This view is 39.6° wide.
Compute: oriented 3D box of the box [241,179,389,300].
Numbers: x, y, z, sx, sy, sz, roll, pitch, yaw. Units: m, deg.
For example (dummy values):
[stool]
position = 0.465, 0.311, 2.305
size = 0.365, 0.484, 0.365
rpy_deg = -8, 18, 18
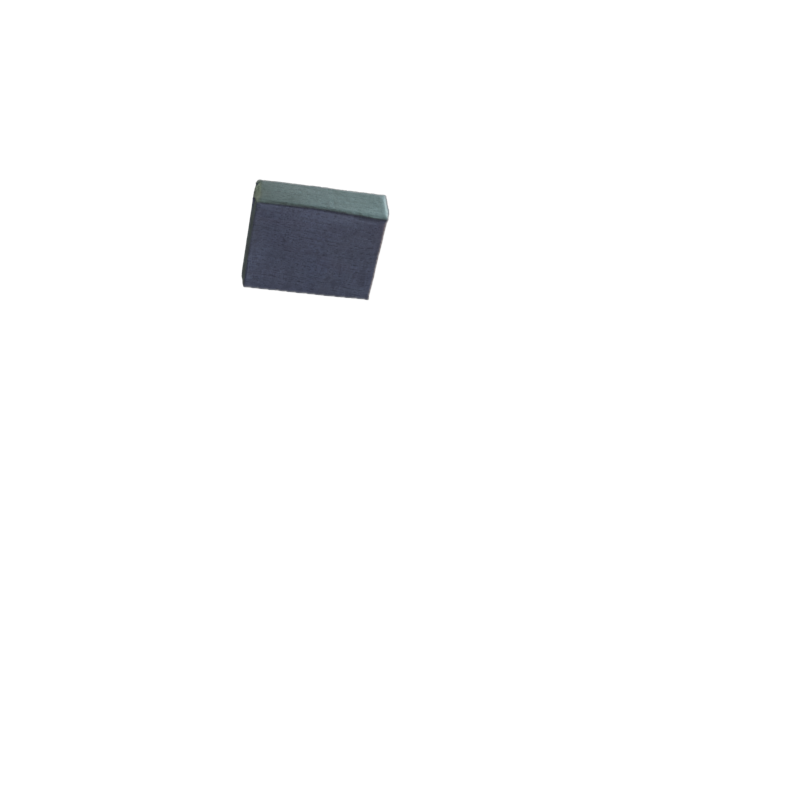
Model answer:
[box]
position = -0.073, -0.133, 0.932
size = 0.112, 0.085, 0.042
rpy_deg = 8, 39, -7
